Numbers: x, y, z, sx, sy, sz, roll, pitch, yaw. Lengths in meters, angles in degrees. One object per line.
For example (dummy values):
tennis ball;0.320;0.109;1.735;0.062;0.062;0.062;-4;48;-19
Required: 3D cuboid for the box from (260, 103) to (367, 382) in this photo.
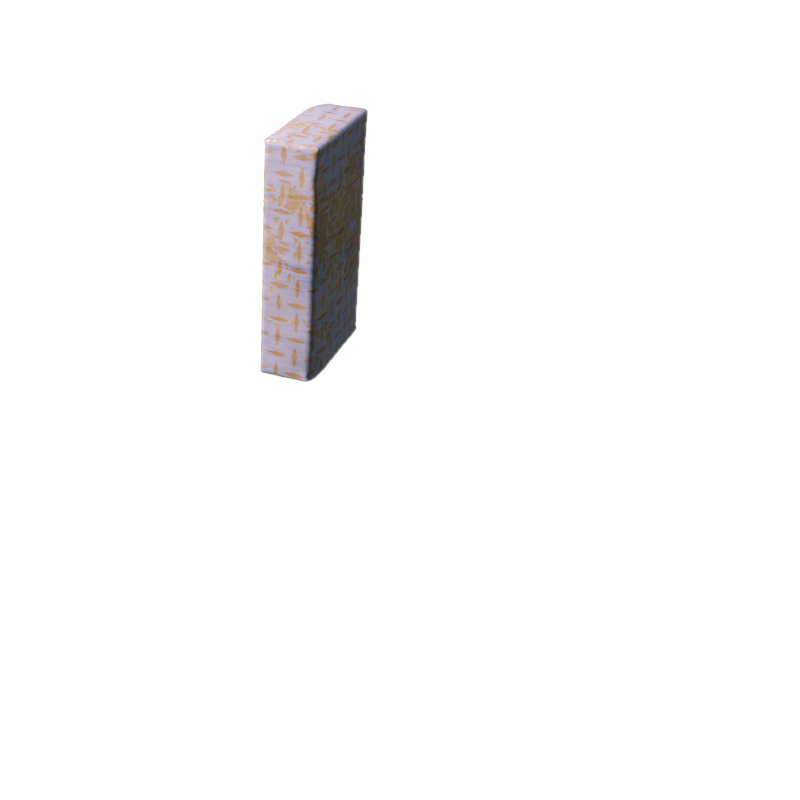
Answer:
box;-0.061;-0.111;0.776;0.049;0.167;0.096;10;27;17
